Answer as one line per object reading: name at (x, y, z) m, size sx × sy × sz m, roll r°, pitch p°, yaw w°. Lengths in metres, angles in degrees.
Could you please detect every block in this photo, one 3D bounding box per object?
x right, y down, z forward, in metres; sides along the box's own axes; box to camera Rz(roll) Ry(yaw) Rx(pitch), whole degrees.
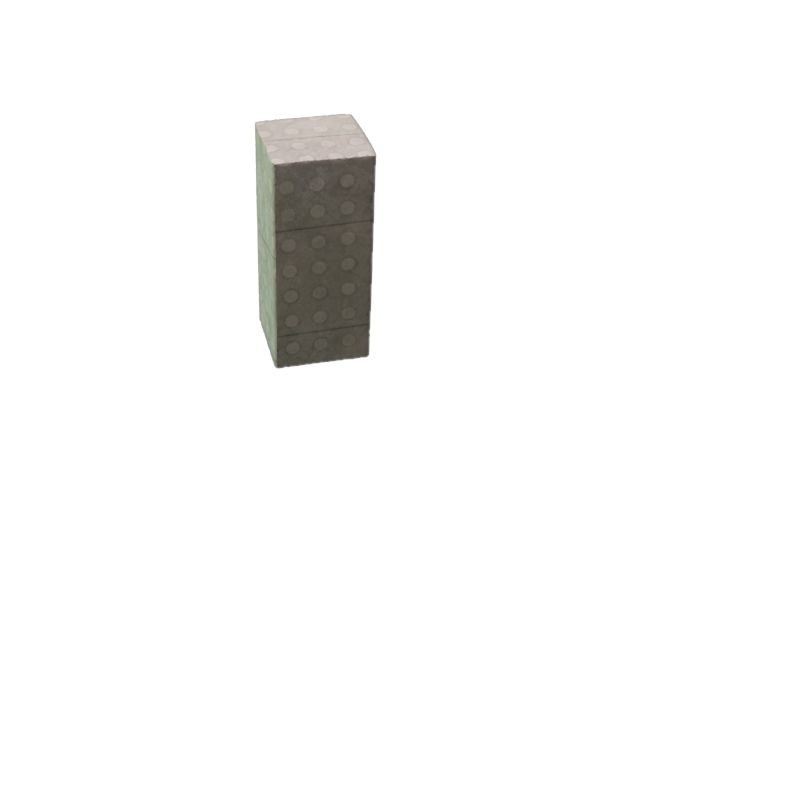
block at (-0.078, -0.143, 0.996) m, size 0.089 × 0.193 × 0.097 m, roll -7°, pitch 34°, yaw -13°
